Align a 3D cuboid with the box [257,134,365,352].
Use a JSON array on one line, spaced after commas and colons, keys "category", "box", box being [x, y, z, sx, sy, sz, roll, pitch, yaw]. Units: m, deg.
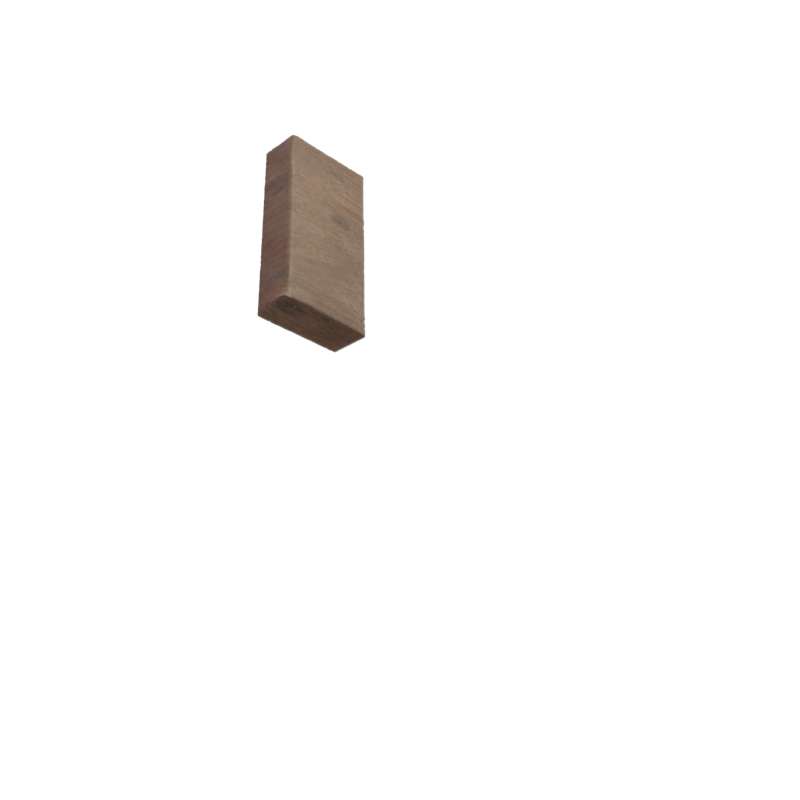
[{"category": "box", "box": [-0.077, -0.140, 0.983, 0.088, 0.189, 0.048, 27, -44, -36]}]
